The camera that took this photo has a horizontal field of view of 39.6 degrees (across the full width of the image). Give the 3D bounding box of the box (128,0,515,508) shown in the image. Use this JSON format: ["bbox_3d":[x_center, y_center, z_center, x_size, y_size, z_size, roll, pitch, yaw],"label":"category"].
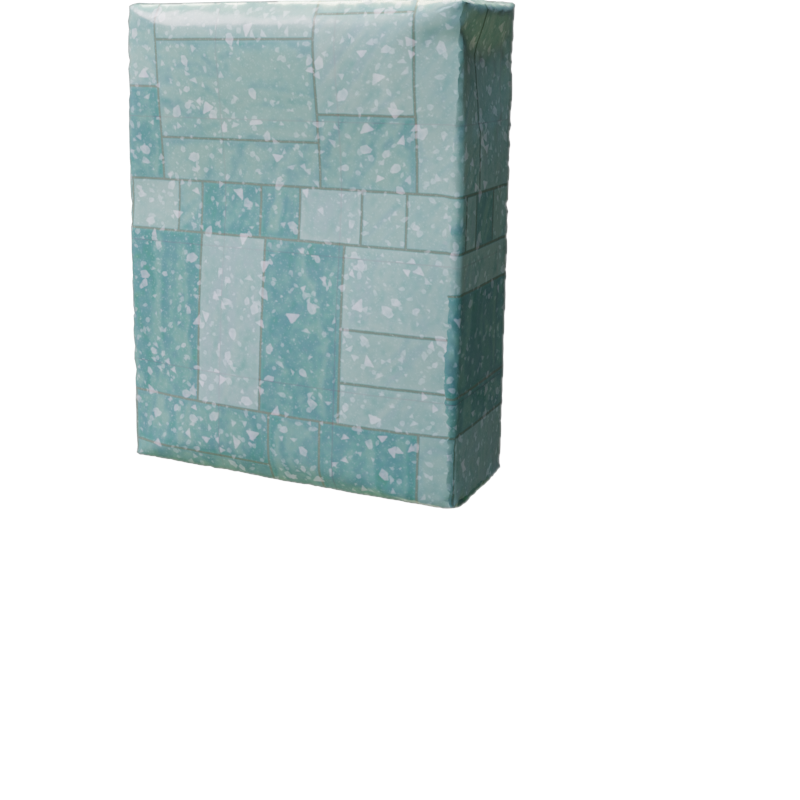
[{"bbox_3d":[-0.039,-0.072,0.502,0.170,0.208,0.071,7,13,25],"label":"box"}]
